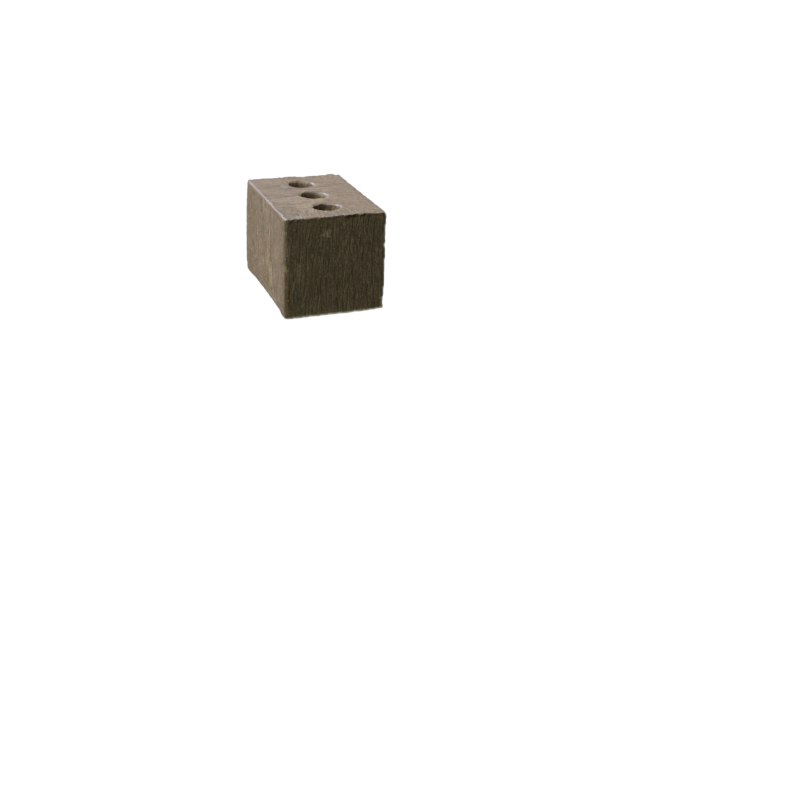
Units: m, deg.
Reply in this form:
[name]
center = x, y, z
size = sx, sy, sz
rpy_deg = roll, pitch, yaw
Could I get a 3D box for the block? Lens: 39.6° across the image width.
[block]
center = -0.044, -0.080, 0.564
size = 0.052, 0.049, 0.083
rpy_deg = -7, 25, -19
